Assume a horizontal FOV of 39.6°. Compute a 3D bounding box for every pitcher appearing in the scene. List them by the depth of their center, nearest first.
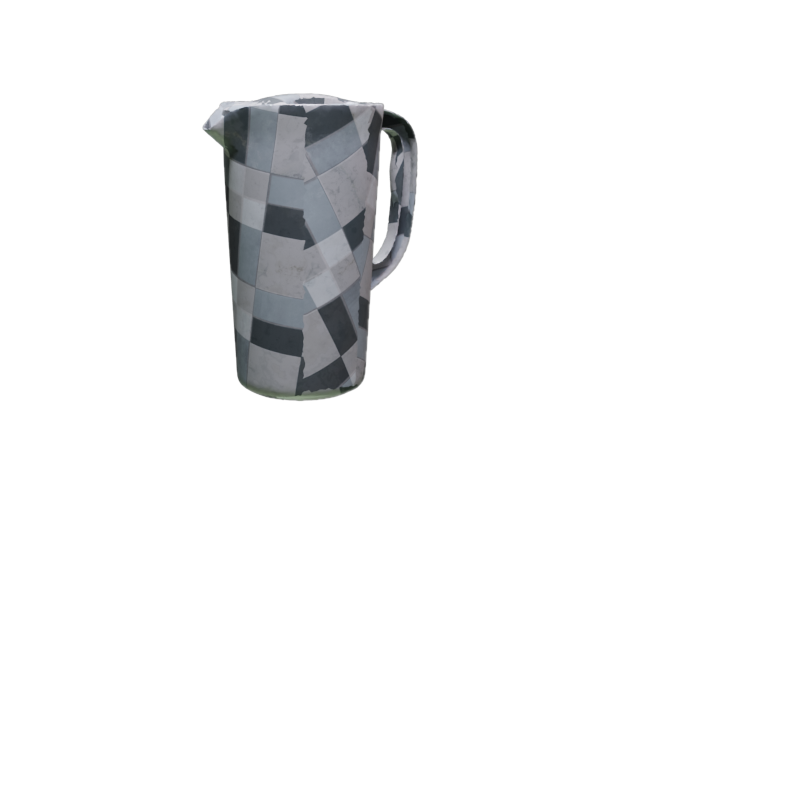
[{"bbox_3d":[-0.072,-0.131,0.916,0.152,0.237,0.145,4,12,14],"label":"pitcher"}]
